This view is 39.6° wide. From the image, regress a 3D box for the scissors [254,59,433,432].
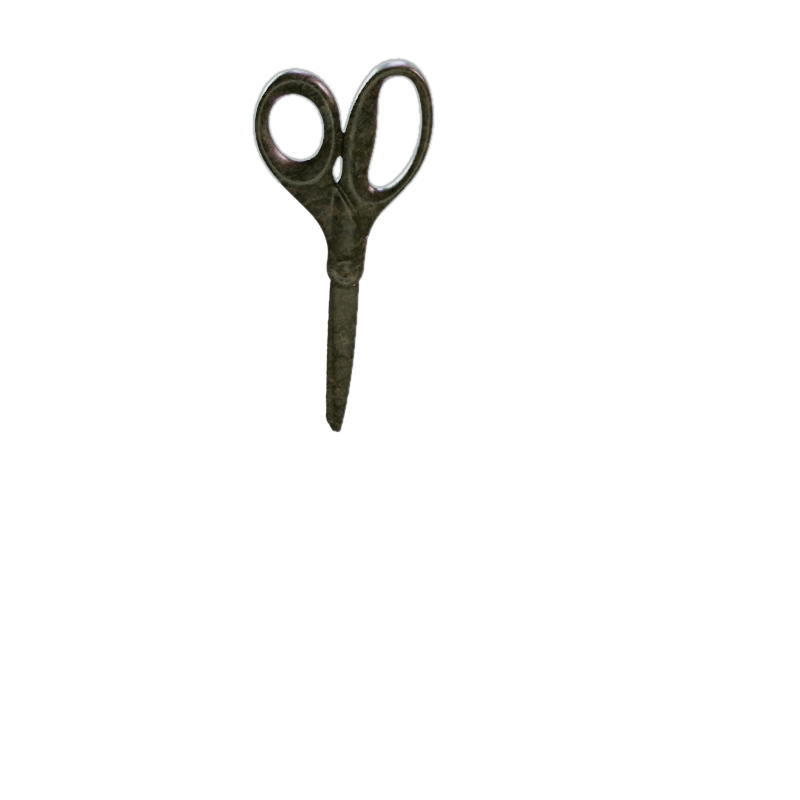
[{"bbox_3d":[-0.044,-0.080,0.564,0.095,0.195,0.016,19,20,-7],"label":"scissors"}]
